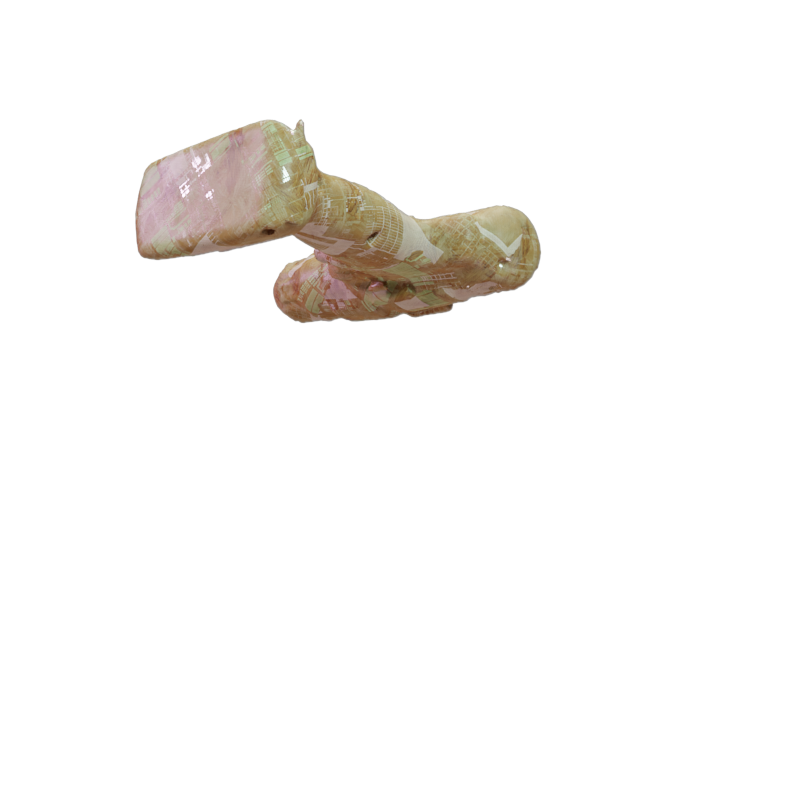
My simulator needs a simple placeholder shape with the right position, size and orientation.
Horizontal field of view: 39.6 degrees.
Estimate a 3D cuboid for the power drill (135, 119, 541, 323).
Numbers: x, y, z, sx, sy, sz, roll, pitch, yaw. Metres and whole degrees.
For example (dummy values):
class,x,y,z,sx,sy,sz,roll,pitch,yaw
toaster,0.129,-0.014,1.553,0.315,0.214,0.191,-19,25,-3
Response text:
class,x,y,z,sx,sy,sz,roll,pitch,yaw
power drill,-0.047,-0.085,0.597,0.188,0.059,0.177,-9,-14,41
